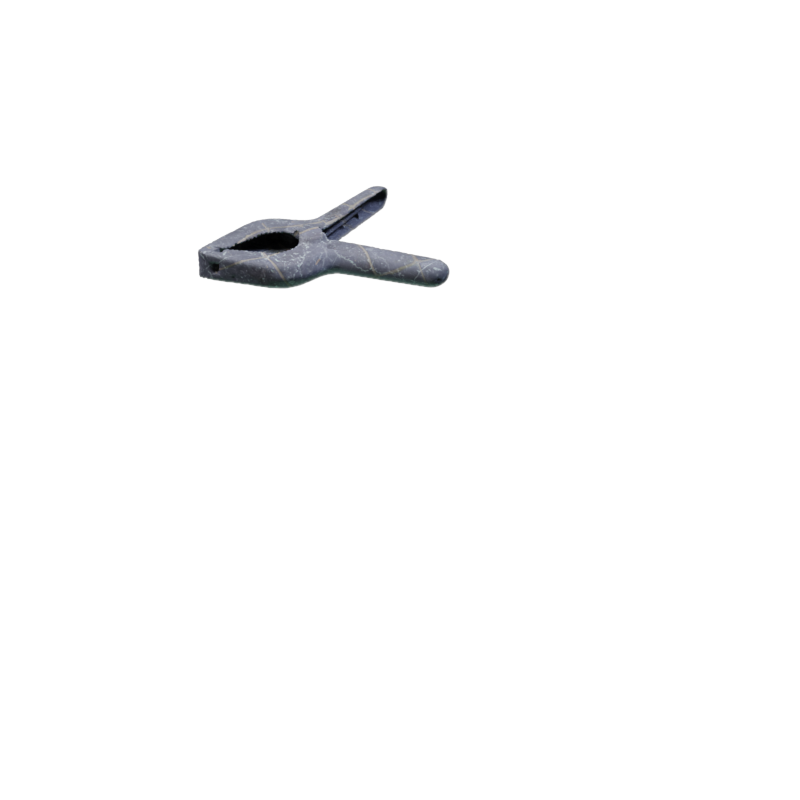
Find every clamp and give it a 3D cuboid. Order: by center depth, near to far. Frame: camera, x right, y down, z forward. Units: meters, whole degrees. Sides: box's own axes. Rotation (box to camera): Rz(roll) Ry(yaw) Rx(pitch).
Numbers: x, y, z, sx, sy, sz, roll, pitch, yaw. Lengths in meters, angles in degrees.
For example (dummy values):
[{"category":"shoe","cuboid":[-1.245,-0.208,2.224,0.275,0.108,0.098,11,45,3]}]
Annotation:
[{"category":"clamp","cuboid":[-0.078,-0.142,0.997,0.208,0.034,0.177,-7,35,-10]}]
